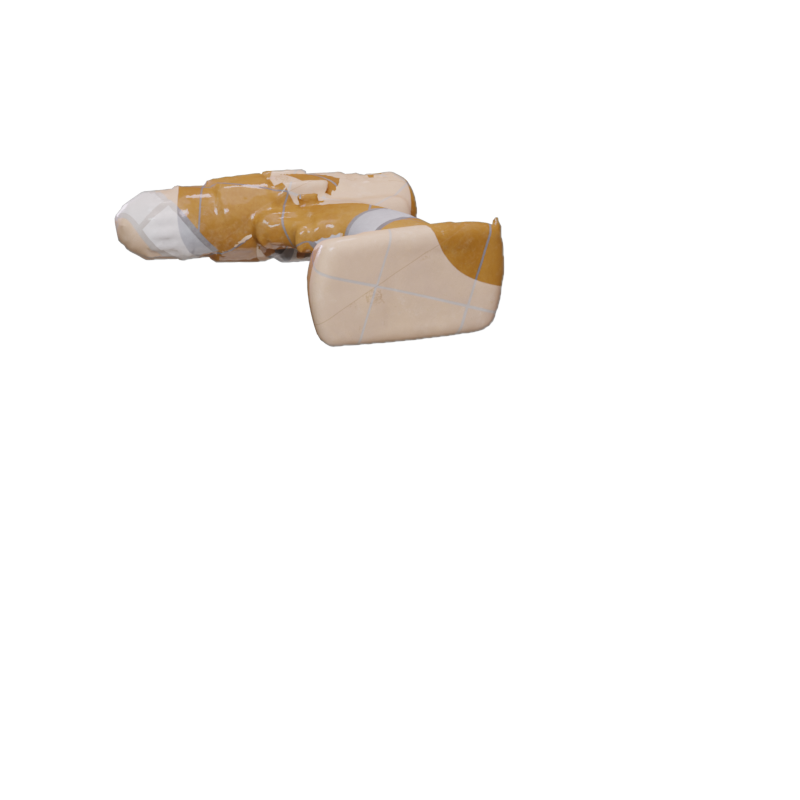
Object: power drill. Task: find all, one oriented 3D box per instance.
[{"bbox_3d":[-0.047,-0.086,0.600,0.181,0.055,0.200,-10,25,-22],"label":"power drill"}]
